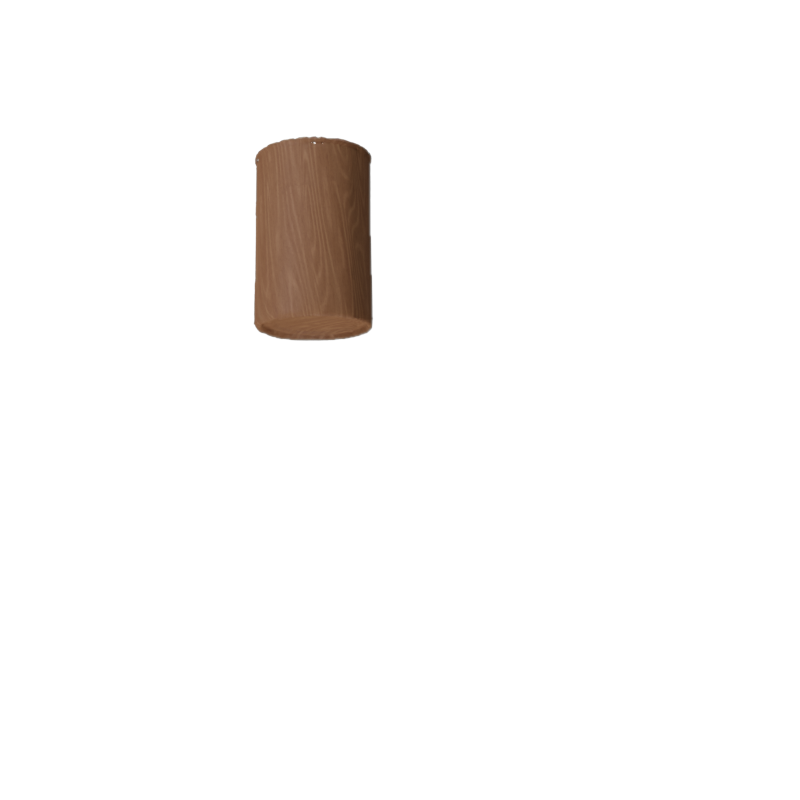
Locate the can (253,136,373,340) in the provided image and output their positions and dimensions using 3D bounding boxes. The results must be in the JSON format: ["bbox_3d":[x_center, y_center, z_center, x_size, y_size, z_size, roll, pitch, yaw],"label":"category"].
[{"bbox_3d":[-0.049,-0.090,0.632,0.068,0.106,0.066,0,-15,-2],"label":"can"}]
